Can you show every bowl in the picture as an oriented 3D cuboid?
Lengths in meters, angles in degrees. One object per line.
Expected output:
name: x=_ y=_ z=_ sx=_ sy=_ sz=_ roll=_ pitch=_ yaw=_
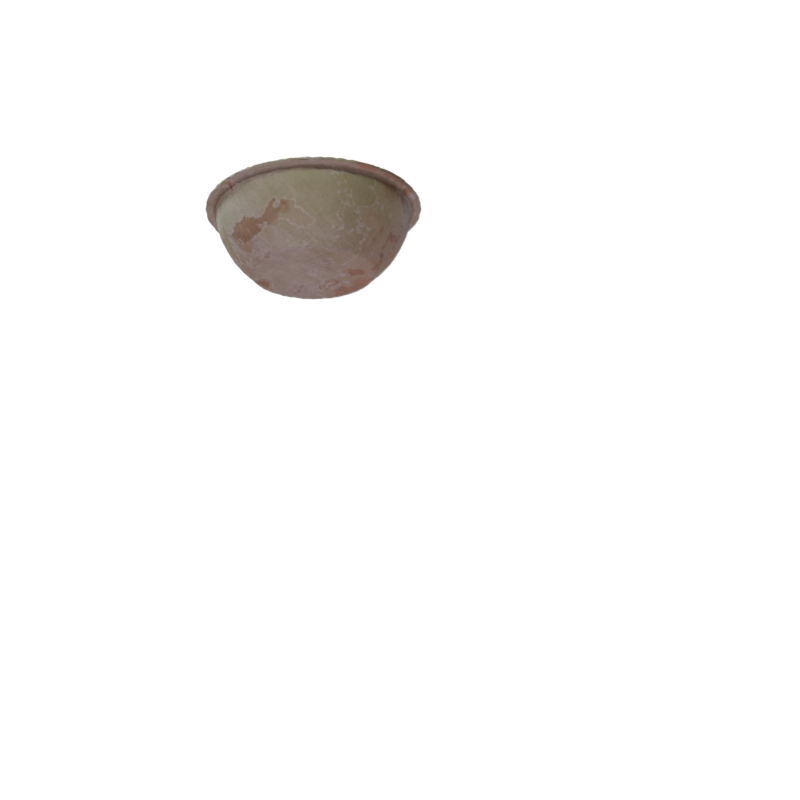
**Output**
bowl: x=-0.064 y=-0.117 z=0.822 sx=0.162 sy=0.058 sz=0.154 roll=1 pitch=-21 yaw=-2
